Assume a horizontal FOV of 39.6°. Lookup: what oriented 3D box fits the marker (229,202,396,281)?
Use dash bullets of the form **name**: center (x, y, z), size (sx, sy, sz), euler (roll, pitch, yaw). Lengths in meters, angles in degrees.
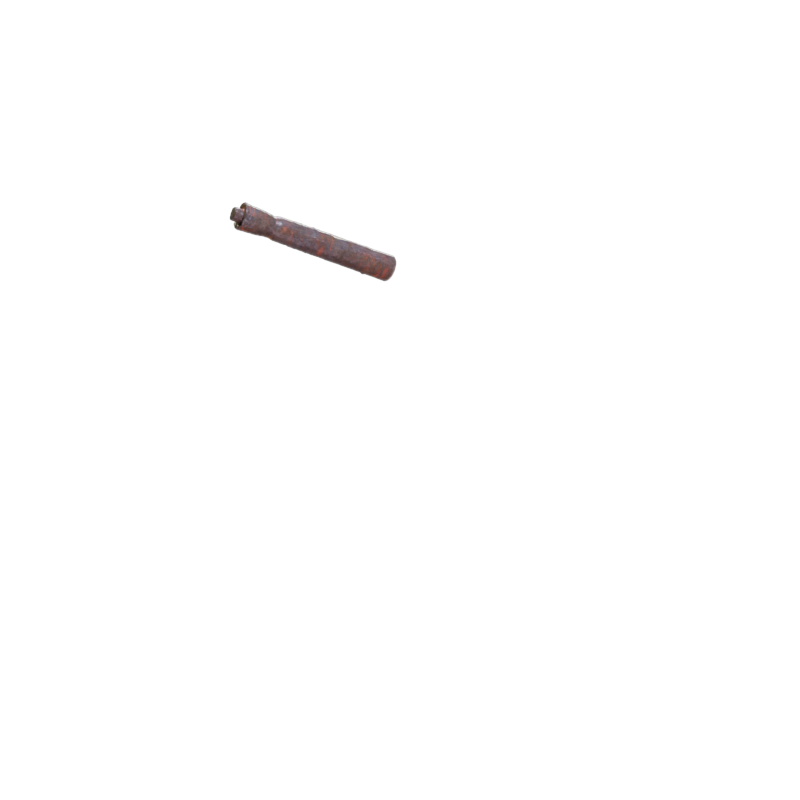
- **marker**: center (-0.058, -0.106, 0.744), size (0.116, 0.020, 0.020), euler (17, -4, -23)
